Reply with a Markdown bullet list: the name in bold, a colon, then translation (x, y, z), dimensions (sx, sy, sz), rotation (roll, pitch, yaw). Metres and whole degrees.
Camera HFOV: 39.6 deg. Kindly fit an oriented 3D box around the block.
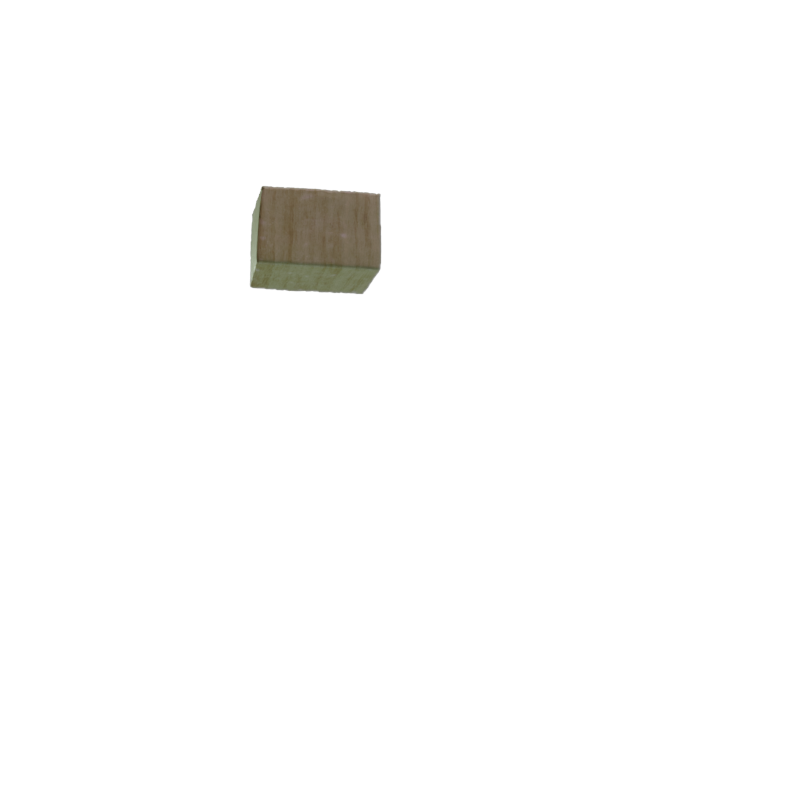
- **block**: translation (-0.055, -0.100, 0.702), dimensions (0.077, 0.053, 0.051), rotation (2, -17, -11)
